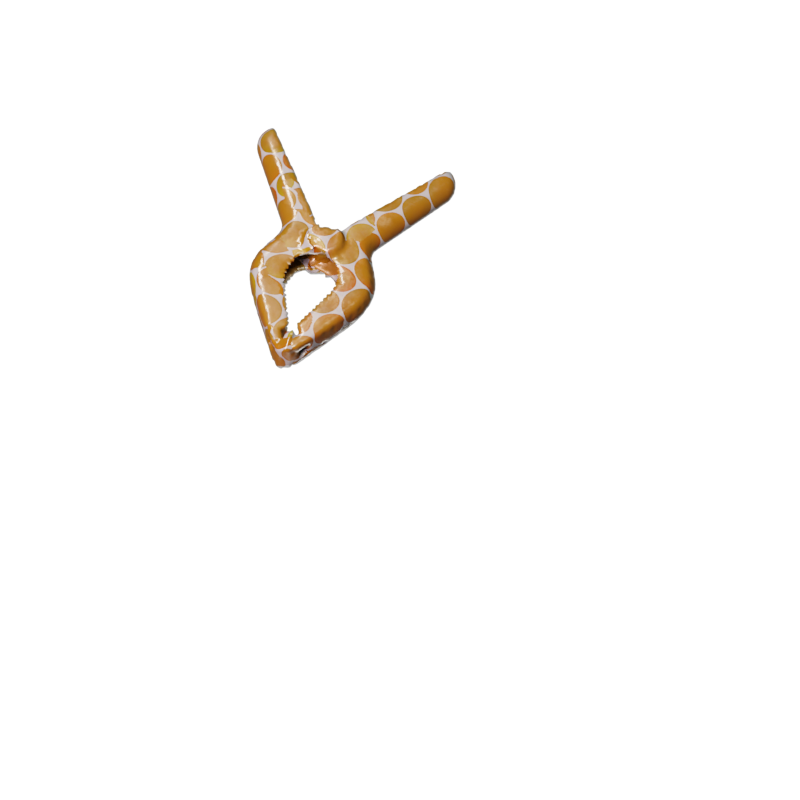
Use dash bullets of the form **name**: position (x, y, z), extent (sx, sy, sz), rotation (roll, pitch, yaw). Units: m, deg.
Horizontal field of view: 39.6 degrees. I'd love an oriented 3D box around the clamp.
- **clamp**: position (-0.067, -0.122, 0.854), extent (0.169, 0.219, 0.034), rotation (19, -31, 12)
